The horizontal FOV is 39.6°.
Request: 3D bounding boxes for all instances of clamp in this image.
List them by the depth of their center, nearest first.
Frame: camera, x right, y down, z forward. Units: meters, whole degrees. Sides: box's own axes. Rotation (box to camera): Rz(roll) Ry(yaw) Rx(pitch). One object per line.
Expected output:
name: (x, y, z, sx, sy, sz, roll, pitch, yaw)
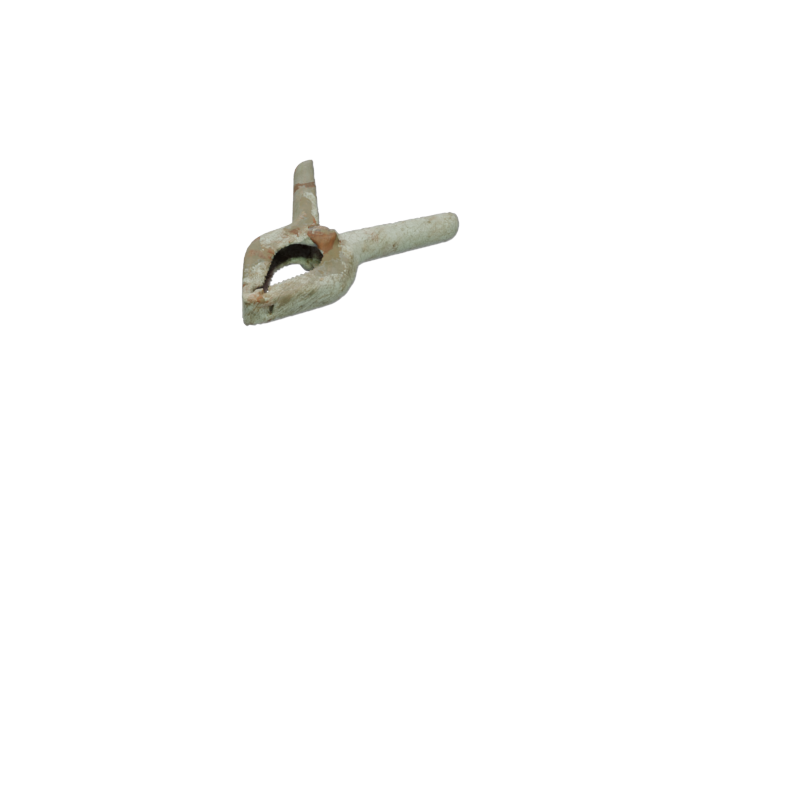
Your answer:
clamp: (-0.073, -0.133, 0.934, 0.174, 0.034, 0.212, 28, 48, 28)
